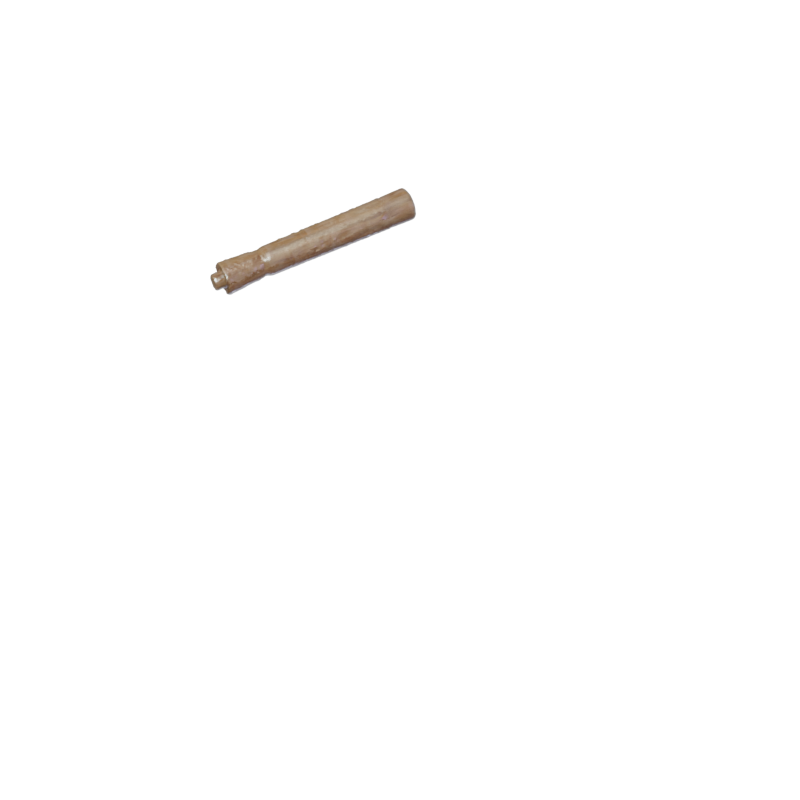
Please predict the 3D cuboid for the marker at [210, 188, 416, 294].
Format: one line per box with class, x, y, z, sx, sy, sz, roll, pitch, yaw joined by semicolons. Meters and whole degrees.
marker;-0.048;-0.087;0.610;0.120;0.019;0.020;-25;12;-16
